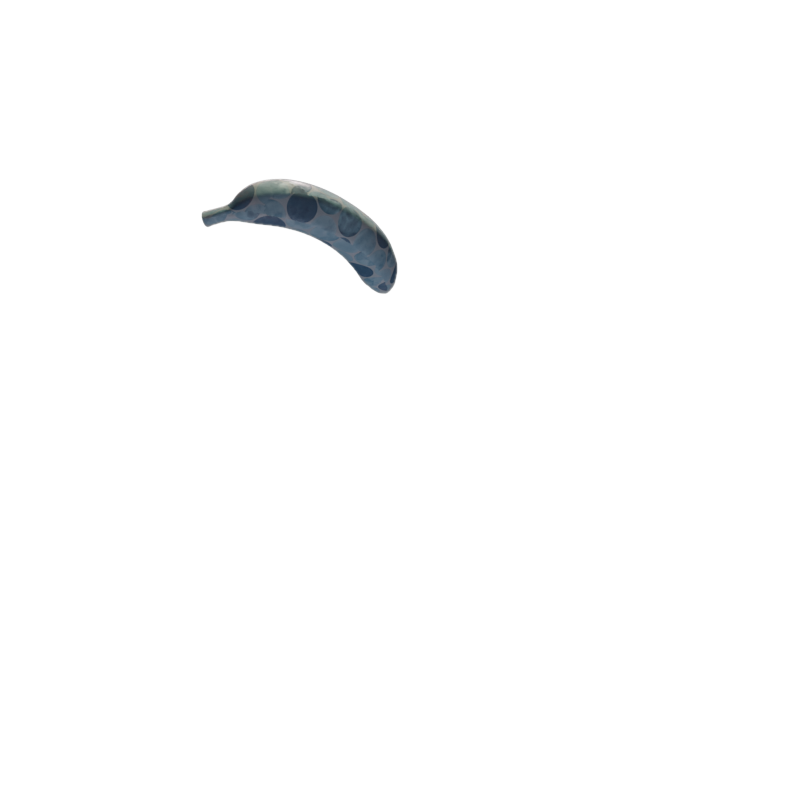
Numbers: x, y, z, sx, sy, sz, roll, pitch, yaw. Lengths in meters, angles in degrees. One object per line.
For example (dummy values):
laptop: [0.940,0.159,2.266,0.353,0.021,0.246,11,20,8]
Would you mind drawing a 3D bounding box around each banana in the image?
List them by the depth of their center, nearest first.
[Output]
banana: [-0.059,-0.132,0.871,0.186,0.039,0.070,20,-31,-39]
